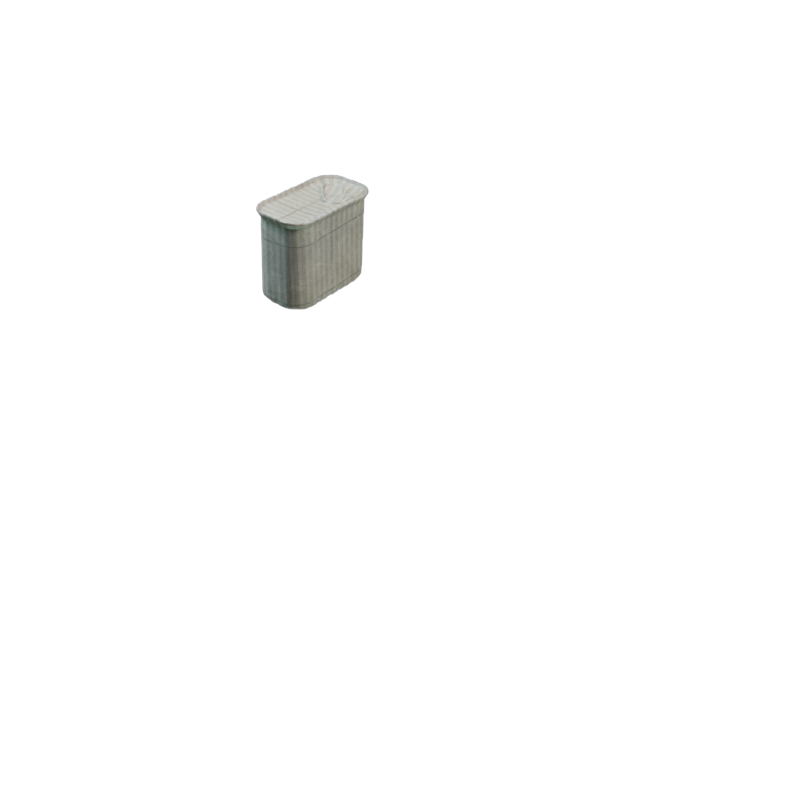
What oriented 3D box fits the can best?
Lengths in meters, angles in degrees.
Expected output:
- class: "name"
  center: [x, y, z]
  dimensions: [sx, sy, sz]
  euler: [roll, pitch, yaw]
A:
- class: "can"
  center: [-0.074, -0.136, 0.951]
  dimensions: [0.061, 0.079, 0.102]
  euler: [23, 38, 31]
